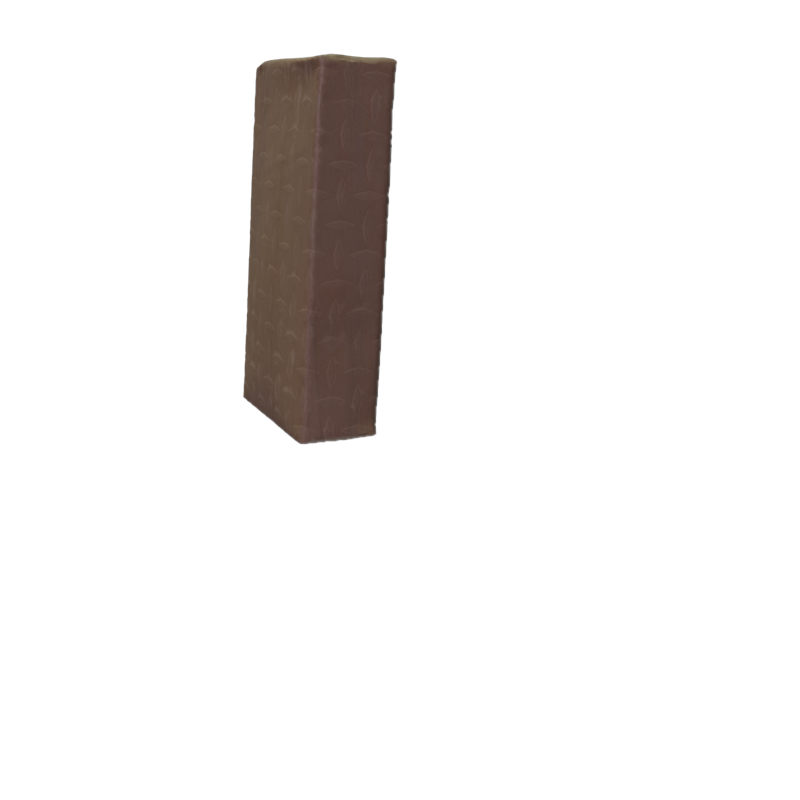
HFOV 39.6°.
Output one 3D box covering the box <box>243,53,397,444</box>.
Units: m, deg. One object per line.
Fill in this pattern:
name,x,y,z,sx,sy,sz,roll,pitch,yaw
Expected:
box,-0.043,-0.077,0.539,0.047,0.173,0.097,-3,9,-24
